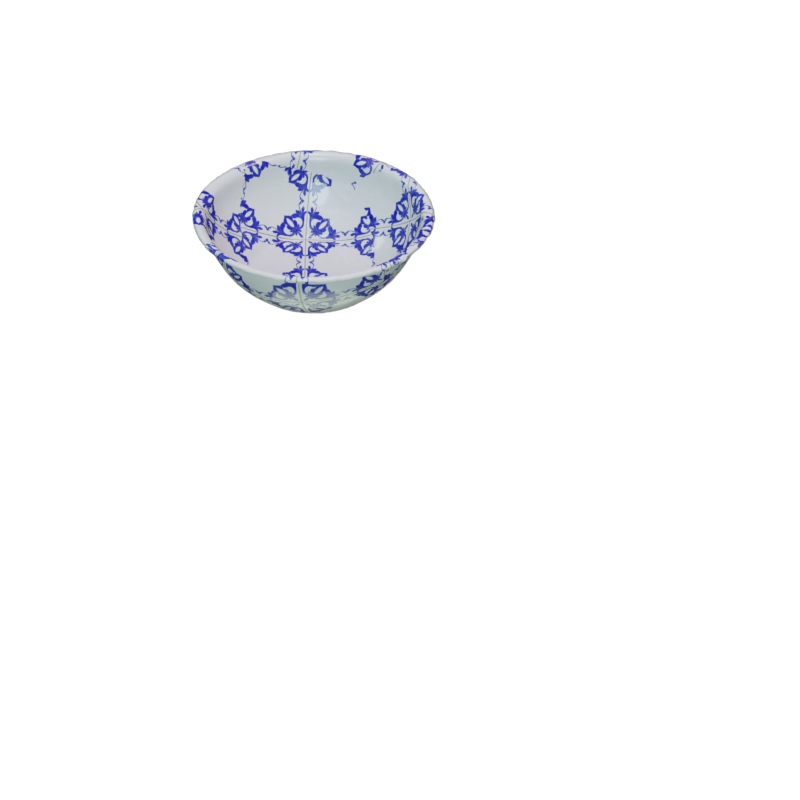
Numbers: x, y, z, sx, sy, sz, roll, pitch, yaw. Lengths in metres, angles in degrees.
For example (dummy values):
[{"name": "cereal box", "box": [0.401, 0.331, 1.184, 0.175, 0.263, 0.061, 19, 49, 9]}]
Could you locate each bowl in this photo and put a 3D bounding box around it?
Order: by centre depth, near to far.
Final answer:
[{"name": "bowl", "box": [-0.059, -0.108, 0.753, 0.162, 0.051, 0.174, -1, 39, -2]}]
